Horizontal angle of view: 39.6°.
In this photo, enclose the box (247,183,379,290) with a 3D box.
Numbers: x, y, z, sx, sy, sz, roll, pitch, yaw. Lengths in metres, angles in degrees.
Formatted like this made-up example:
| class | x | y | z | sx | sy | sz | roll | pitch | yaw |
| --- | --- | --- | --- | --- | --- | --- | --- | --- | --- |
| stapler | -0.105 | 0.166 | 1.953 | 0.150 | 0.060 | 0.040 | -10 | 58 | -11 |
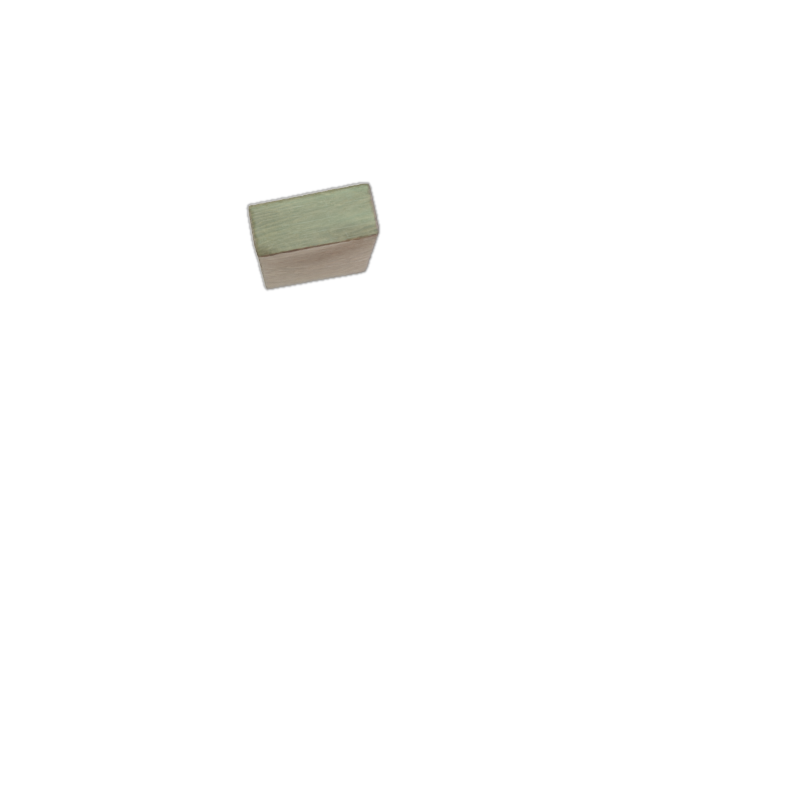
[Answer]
| class | x | y | z | sx | sy | sz | roll | pitch | yaw |
| --- | --- | --- | --- | --- | --- | --- | --- | --- | --- |
| box | -0.069 | -0.125 | 0.880 | 0.093 | 0.048 | 0.175 | -11 | 0 | -4 |
